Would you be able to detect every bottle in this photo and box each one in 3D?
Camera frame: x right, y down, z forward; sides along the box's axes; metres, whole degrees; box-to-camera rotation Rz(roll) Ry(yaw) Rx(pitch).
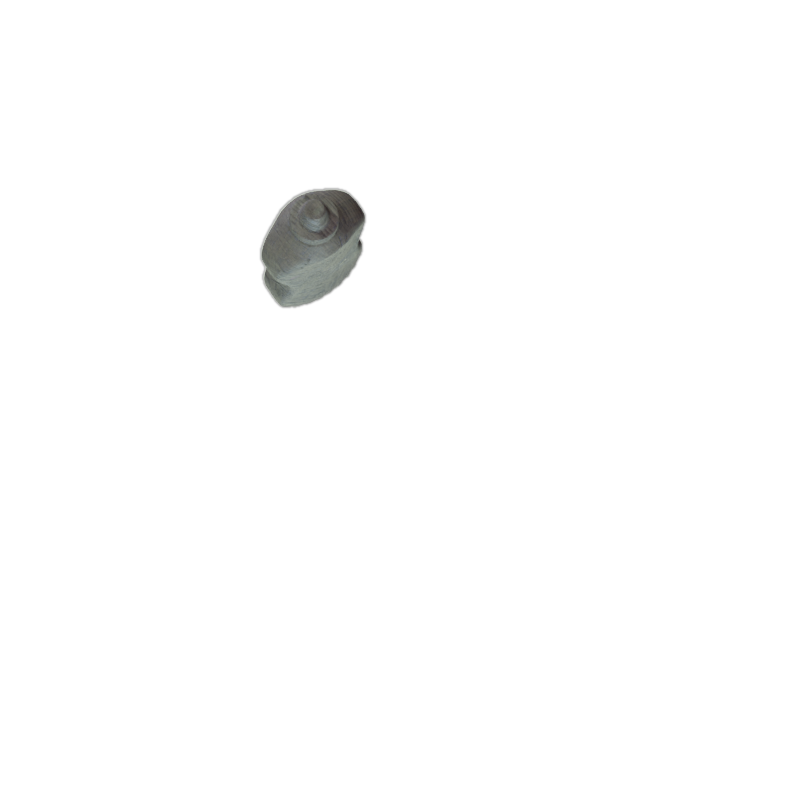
[{"bbox_3d":[-0.075,-0.137,0.963,0.096,0.060,0.186,-34,-5,-8],"label":"bottle"}]
